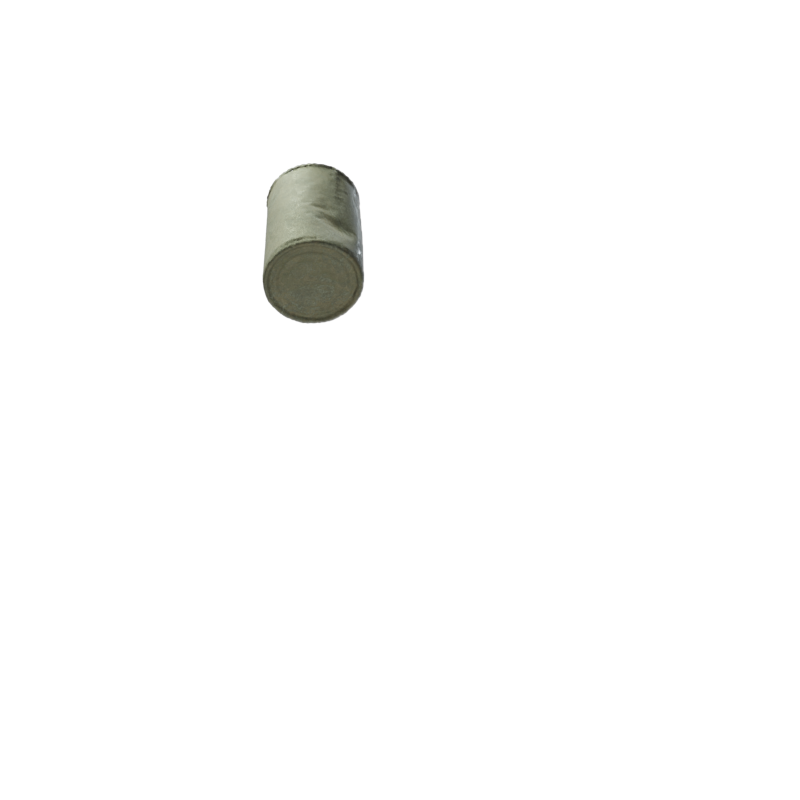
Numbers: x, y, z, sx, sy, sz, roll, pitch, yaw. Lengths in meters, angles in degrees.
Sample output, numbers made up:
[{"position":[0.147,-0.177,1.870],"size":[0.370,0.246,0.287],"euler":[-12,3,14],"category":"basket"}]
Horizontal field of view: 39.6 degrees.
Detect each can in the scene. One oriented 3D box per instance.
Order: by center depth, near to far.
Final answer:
[{"position":[-0.060,-0.109,0.763],"size":[0.068,0.064,0.109],"euler":[-1,38,-3],"category":"can"}]
